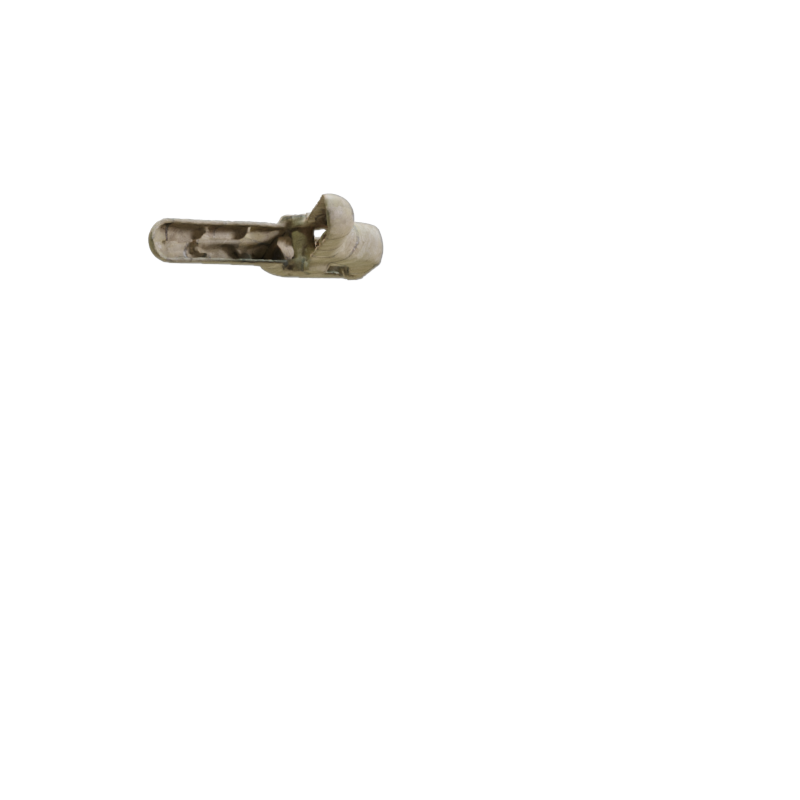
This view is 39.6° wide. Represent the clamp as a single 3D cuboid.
[{"bbox_3d":[-0.051,-0.093,0.654,0.124,0.039,0.165,2,4,31],"label":"clamp"}]
